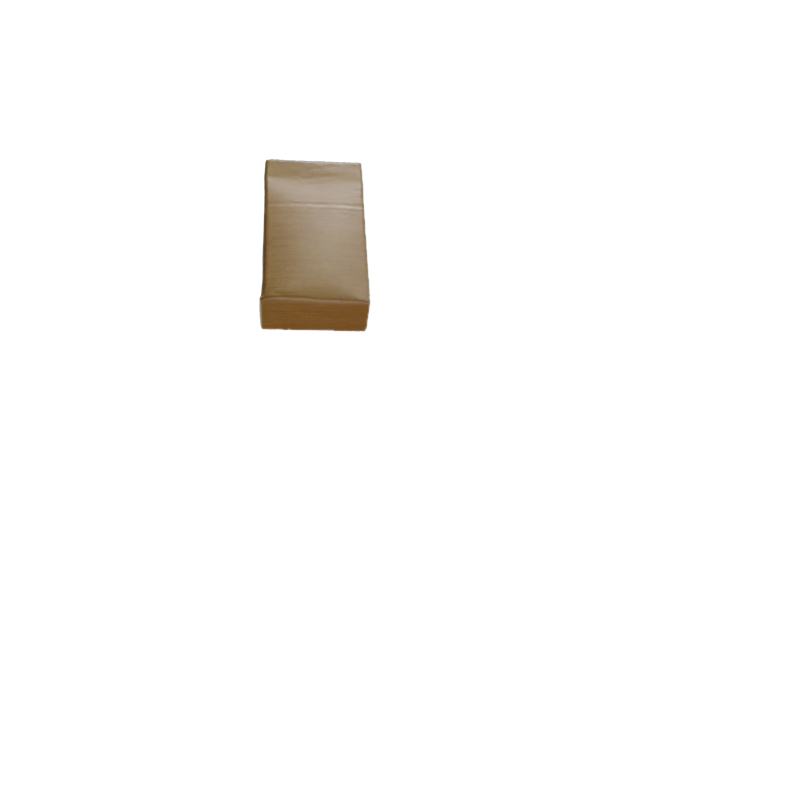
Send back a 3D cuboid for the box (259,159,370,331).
[{"bbox_3d":[-0.077,-0.141,0.990,0.093,0.189,0.045,1,-43,-4],"label":"box"}]
